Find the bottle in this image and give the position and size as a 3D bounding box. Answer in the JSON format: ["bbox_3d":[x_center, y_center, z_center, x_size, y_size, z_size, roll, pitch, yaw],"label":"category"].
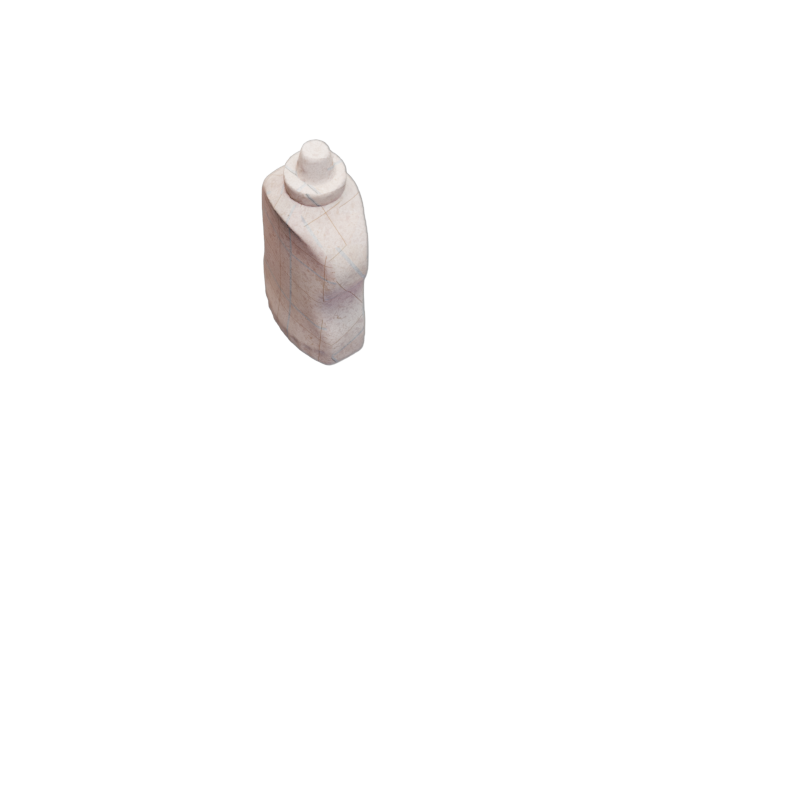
[{"bbox_3d":[-0.060,-0.110,0.767,0.058,0.103,0.180,-26,-27,-18],"label":"bottle"}]
